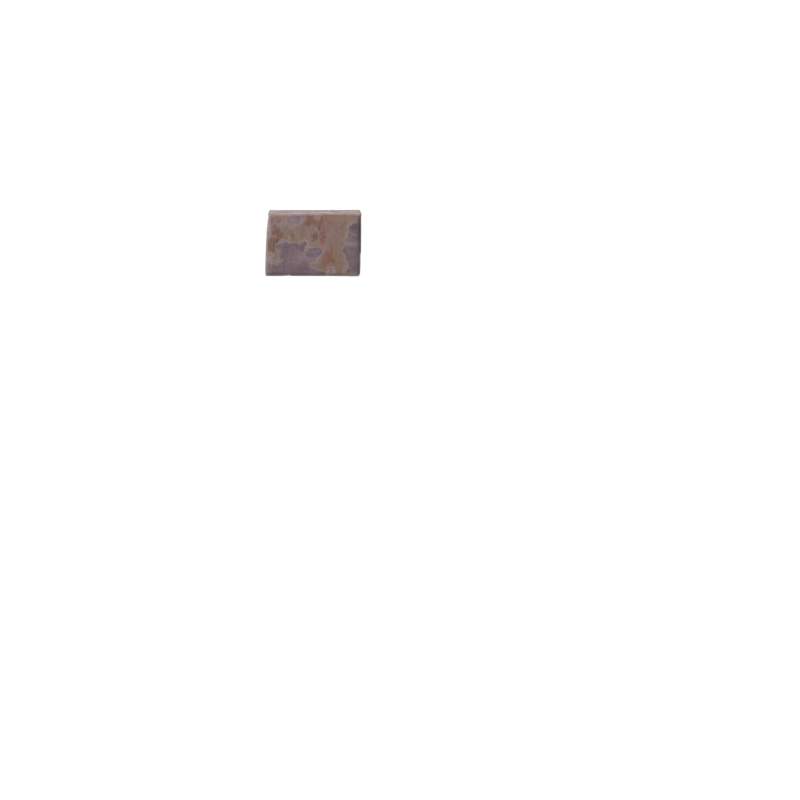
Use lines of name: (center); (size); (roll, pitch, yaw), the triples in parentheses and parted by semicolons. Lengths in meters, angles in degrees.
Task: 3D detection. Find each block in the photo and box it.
block: (-0.072, -0.131, 0.916); (0.078, 0.050, 0.054); (0, 10, -2)
